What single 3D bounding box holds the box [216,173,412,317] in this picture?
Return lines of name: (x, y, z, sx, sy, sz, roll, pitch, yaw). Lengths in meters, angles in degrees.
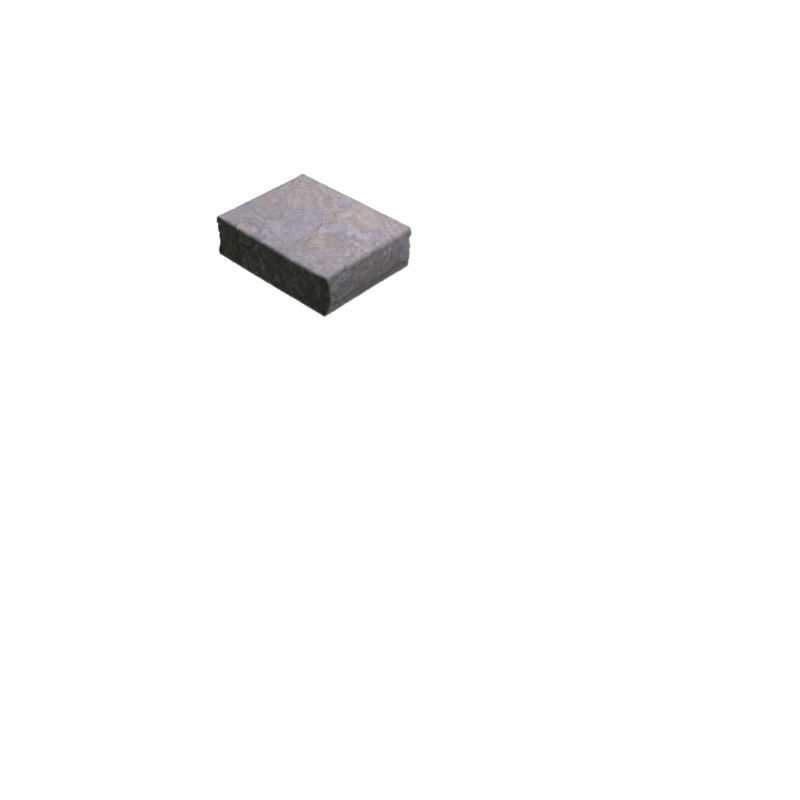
box: (-0.063, -0.114, 0.800, 0.121, 0.036, 0.090, 29, 45, 33)
